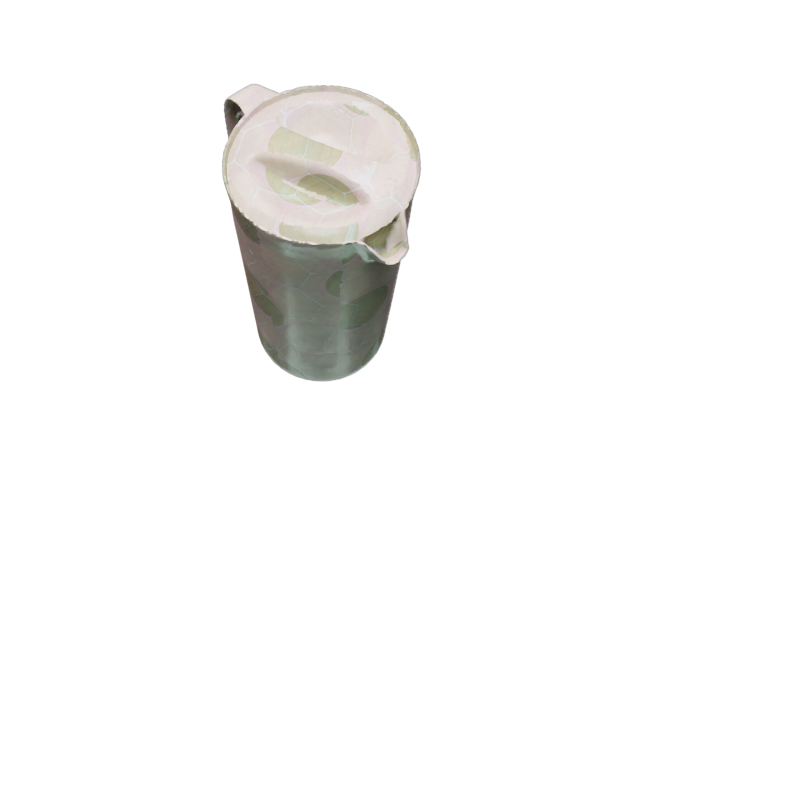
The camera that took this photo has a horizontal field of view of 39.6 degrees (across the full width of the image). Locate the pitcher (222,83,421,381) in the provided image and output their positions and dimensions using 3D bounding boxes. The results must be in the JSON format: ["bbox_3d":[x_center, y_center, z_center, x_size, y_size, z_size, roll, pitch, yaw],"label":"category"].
[{"bbox_3d":[-0.066,-0.120,0.839,0.145,0.158,0.229,6,-28,0],"label":"pitcher"}]
